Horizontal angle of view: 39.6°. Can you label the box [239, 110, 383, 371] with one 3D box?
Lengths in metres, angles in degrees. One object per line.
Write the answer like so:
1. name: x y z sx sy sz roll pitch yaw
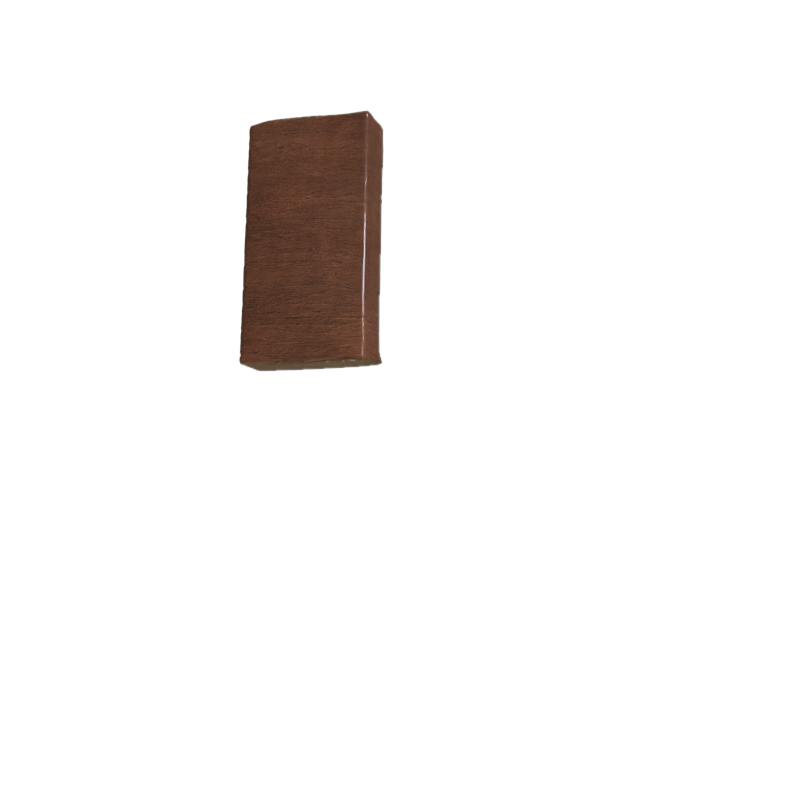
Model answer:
1. box: -0.061 -0.111 0.777 0.095 0.181 0.046 -4 -12 18
